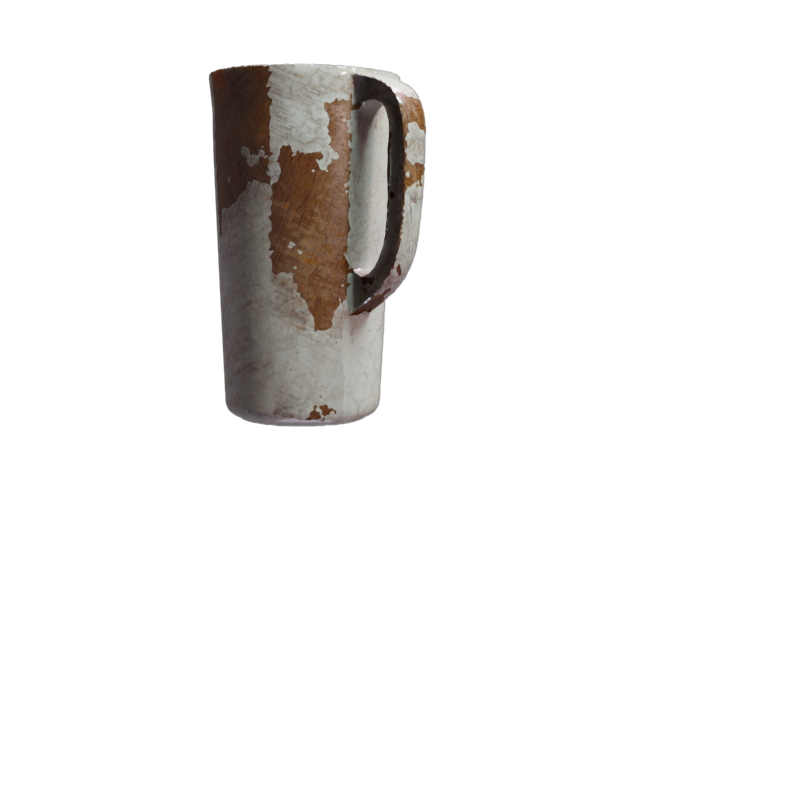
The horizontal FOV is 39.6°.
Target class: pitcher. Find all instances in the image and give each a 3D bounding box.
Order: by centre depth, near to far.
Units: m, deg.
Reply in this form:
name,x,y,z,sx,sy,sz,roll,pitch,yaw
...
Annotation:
name,x,y,z,sx,sy,sz,roll,pitch,yaw
pitcher,-0.060,-0.109,0.762,0.145,0.242,0.150,0,3,-1
